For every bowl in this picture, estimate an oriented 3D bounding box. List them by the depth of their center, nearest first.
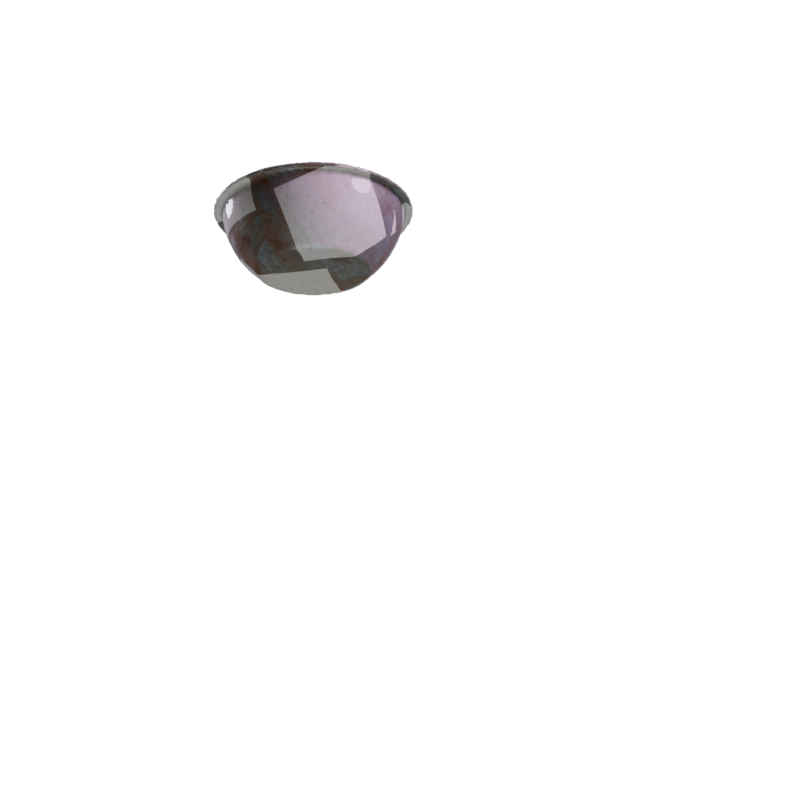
[{"bbox_3d":[-0.070,-0.127,0.889,0.162,0.058,0.154,1,-20,-2],"label":"bowl"}]
